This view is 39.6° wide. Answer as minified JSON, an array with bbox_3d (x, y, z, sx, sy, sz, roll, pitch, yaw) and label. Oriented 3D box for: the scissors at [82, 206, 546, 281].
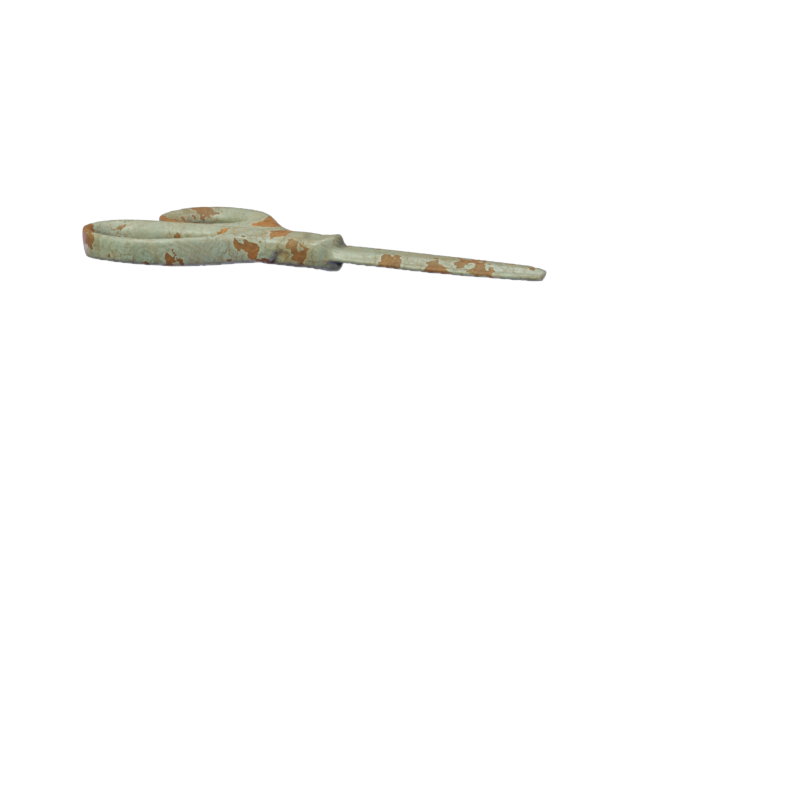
[{"bbox_3d":[-0.038,-0.069,0.486,0.205,0.015,0.098,4,19,11],"label":"scissors"}]
